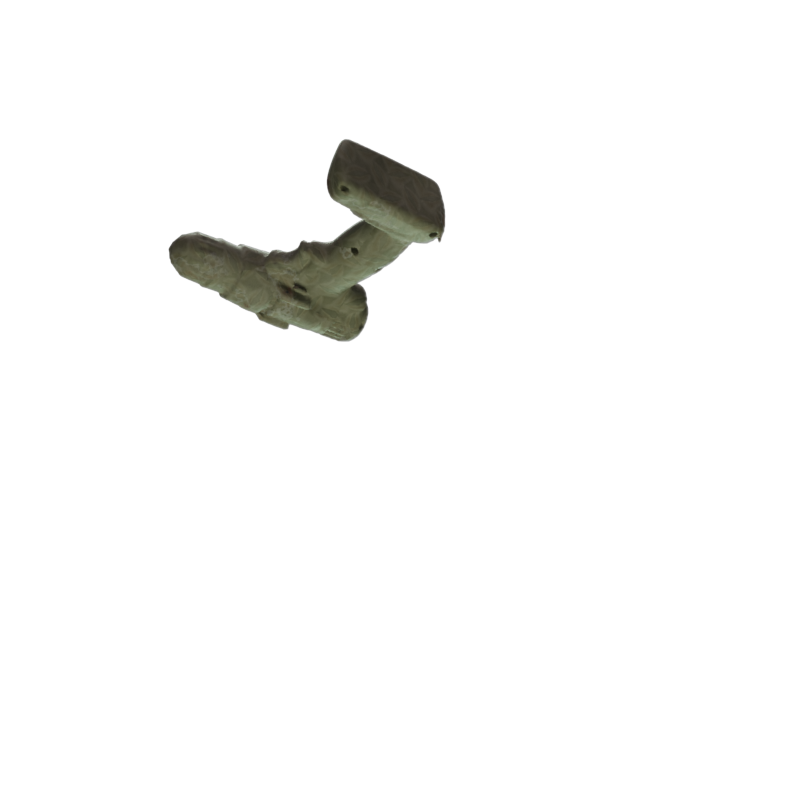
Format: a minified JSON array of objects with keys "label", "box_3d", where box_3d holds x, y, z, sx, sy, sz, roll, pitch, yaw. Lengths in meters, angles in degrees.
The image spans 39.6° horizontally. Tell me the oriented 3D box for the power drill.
[{"label":"power drill","box_3d":[-0.070,-0.127,0.891,0.175,0.061,0.184,21,-39,-29]}]
